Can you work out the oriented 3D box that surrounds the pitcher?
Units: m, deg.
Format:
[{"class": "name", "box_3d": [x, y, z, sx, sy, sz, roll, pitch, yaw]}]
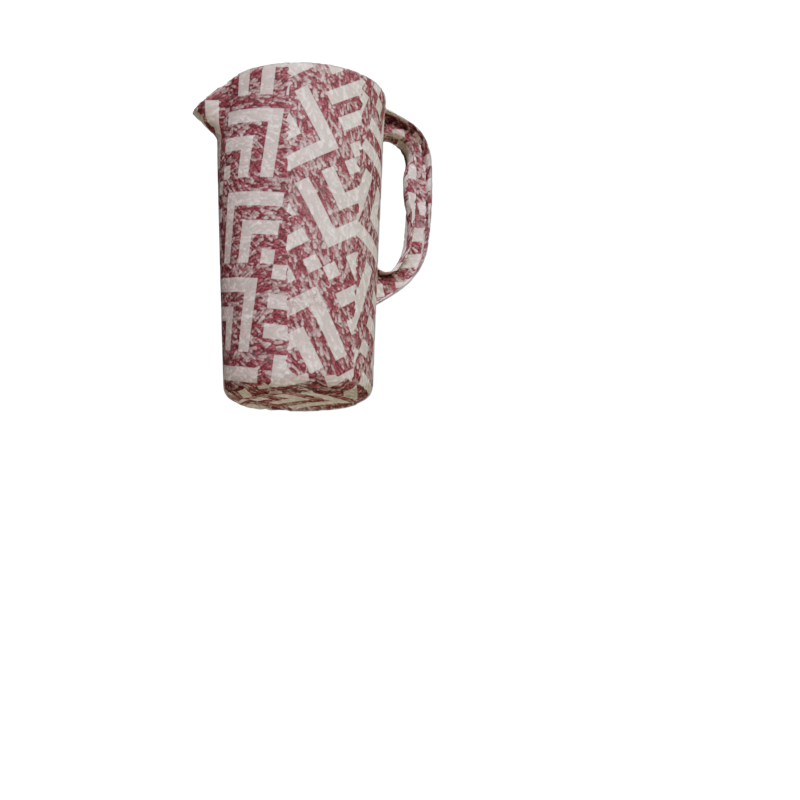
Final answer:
[{"class": "pitcher", "box_3d": [-0.065, -0.119, 0.831, 0.152, 0.252, 0.137, -7, -16, 24]}]
